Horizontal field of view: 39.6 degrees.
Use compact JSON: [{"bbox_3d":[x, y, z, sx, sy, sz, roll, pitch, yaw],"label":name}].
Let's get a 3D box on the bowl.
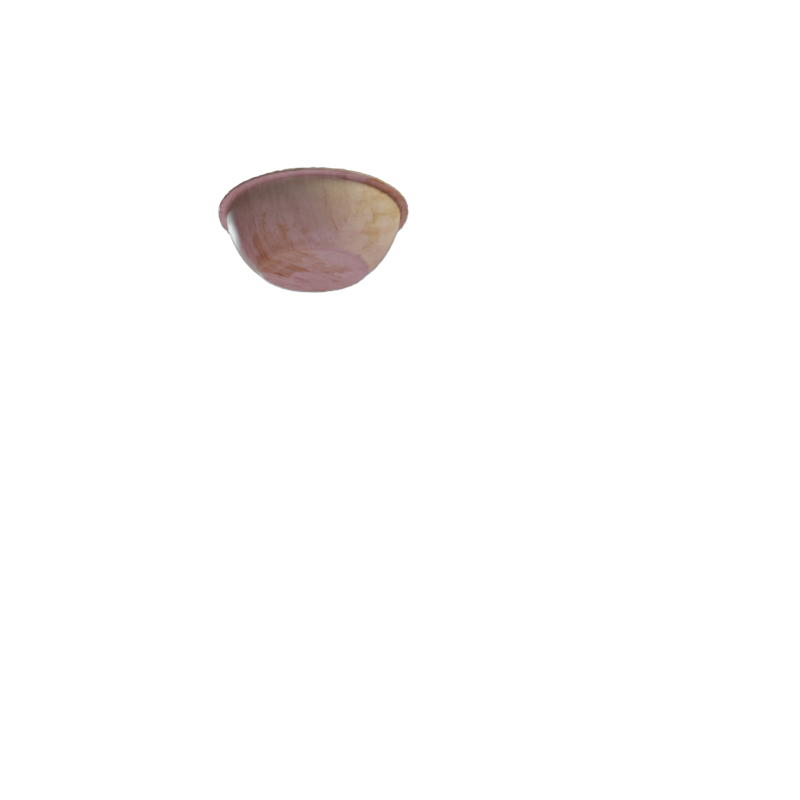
[{"bbox_3d":[-0.073,-0.132,0.928,0.162,0.058,0.154,0,-20,-2],"label":"bowl"}]
